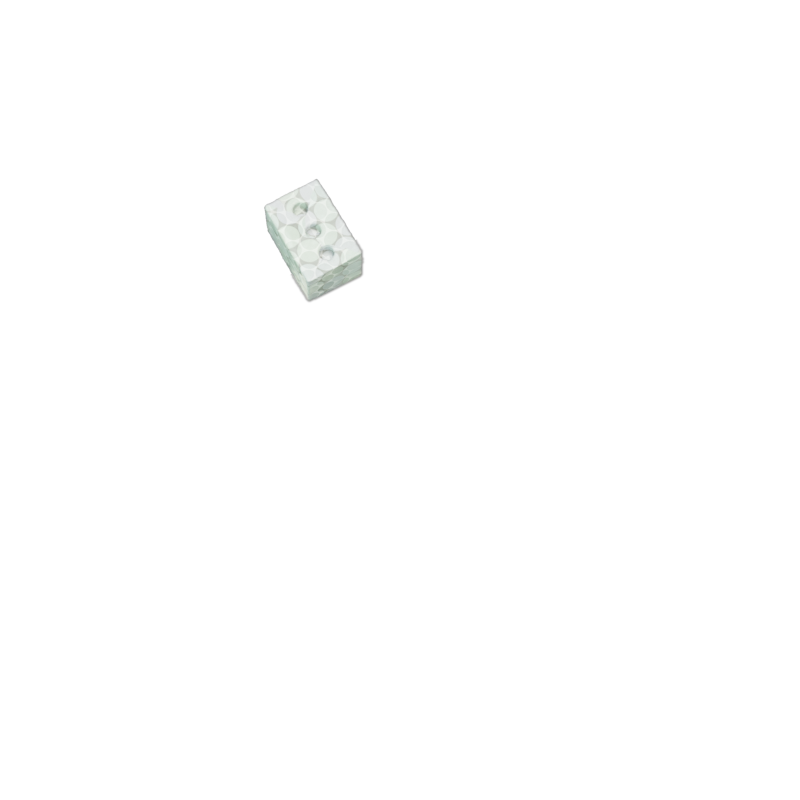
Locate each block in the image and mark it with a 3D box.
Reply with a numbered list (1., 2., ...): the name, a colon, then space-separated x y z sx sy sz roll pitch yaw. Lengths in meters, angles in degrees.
1. block: -0.072 -0.131 0.920 0.053 0.082 0.049 -28 -16 -11
